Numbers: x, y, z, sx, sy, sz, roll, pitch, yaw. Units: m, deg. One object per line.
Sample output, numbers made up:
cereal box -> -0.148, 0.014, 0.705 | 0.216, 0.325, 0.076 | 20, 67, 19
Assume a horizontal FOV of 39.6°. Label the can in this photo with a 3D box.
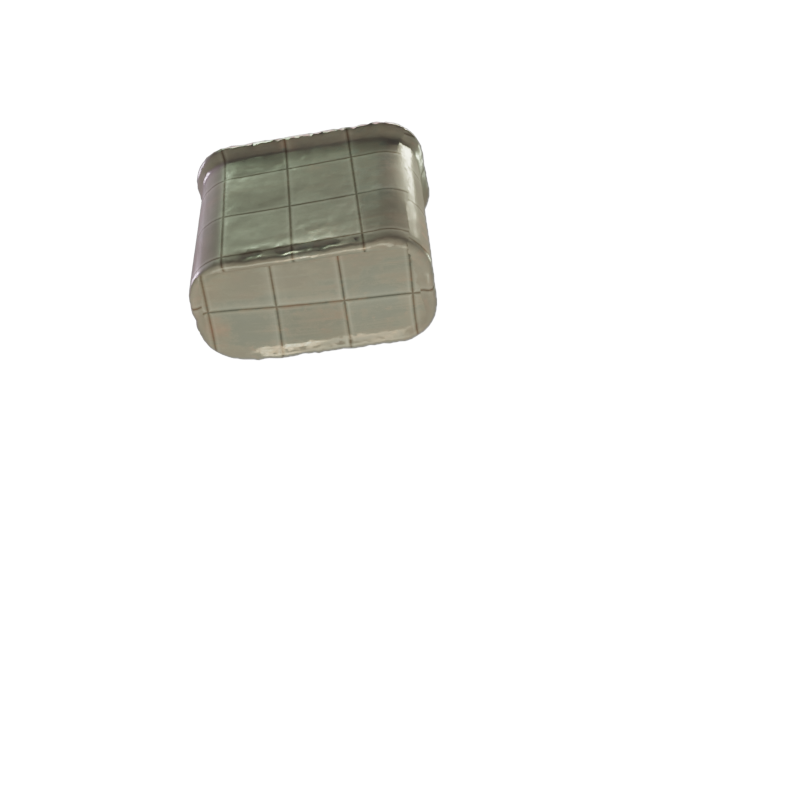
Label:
can -> -0.036, -0.066, 0.466 | 0.102, 0.053, 0.090 | -8, 41, 5
